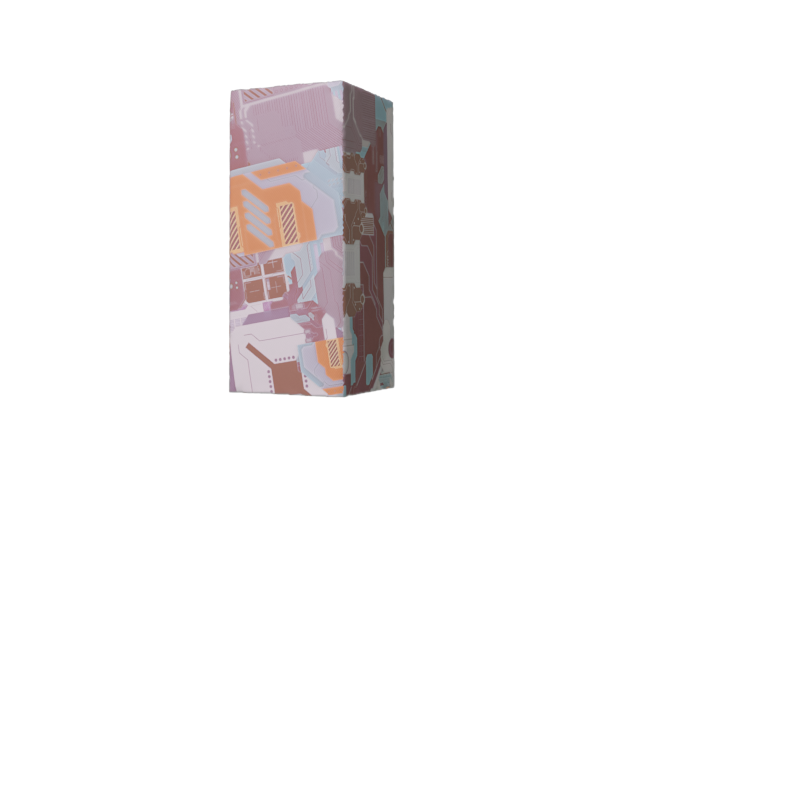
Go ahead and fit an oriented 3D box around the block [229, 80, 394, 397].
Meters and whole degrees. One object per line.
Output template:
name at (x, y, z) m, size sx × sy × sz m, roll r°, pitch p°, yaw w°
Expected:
block at (-0.061, -0.111, 0.775) m, size 0.093 × 0.207 × 0.088 m, roll -1°, pitch -2°, yaw 24°
